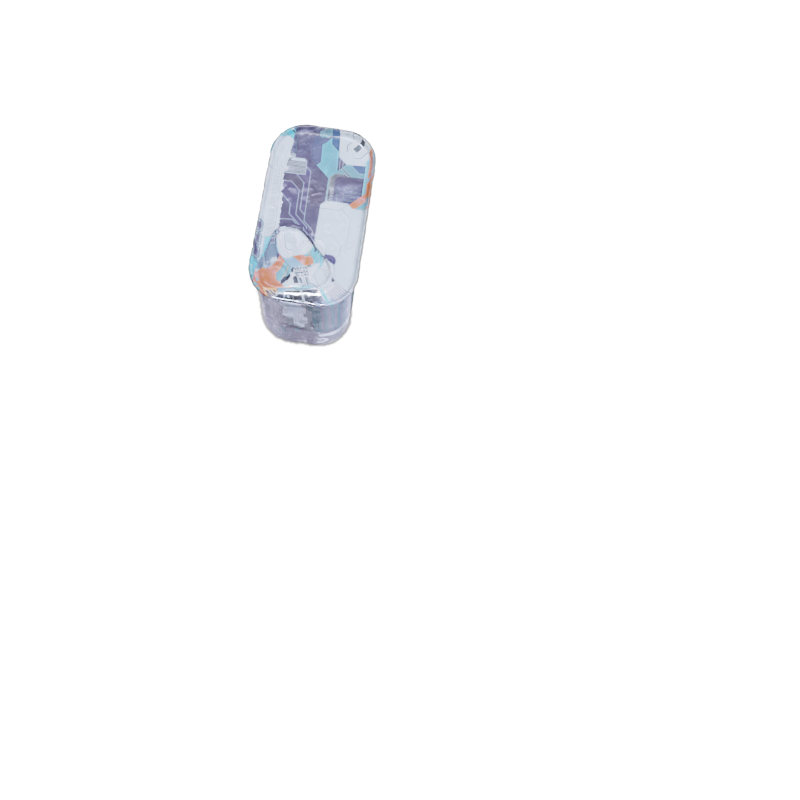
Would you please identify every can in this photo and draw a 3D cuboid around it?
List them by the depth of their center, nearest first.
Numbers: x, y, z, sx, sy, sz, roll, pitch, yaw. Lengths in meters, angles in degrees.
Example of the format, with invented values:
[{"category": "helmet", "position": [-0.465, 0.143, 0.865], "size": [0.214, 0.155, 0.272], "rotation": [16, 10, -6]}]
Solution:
[{"category": "can", "position": [-0.049, -0.088, 0.620], "size": [0.058, 0.106, 0.080], "rotation": [8, -19, -1]}]
